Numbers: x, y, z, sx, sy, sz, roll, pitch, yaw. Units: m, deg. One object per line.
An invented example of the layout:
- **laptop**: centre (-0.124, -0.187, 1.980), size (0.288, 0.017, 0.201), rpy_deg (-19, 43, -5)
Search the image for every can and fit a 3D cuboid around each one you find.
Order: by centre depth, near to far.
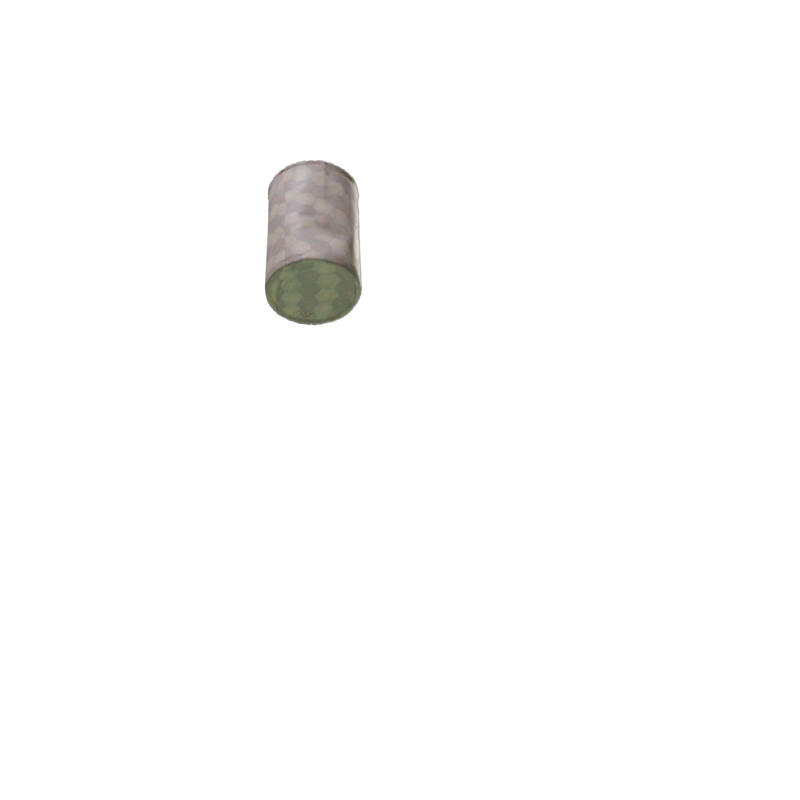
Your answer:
- **can**: centre (-0.062, -0.113, 0.790), size (0.068, 0.110, 0.064), rpy_deg (-1, -42, -3)
